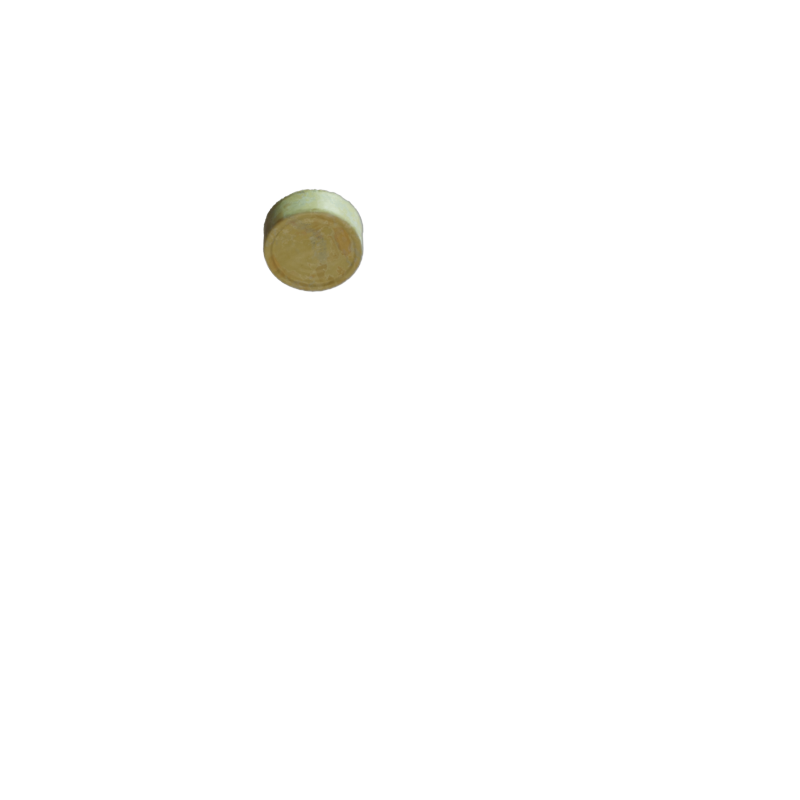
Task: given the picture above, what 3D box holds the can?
[{"bbox_3d":[-0.073,-0.134,0.938,0.086,0.080,0.036,1,39,-1],"label":"can"}]
